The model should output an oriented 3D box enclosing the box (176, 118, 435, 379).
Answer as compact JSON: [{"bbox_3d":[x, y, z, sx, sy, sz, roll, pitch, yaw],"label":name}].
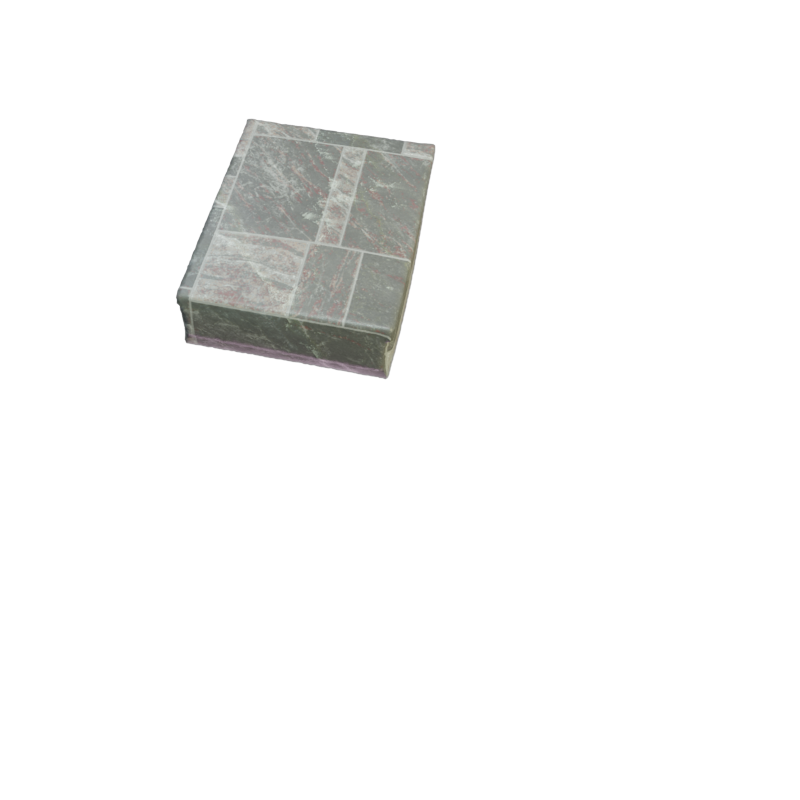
[{"bbox_3d":[-0.038,-0.069,0.485,0.091,0.120,0.036,9,-39,7],"label":"box"}]
